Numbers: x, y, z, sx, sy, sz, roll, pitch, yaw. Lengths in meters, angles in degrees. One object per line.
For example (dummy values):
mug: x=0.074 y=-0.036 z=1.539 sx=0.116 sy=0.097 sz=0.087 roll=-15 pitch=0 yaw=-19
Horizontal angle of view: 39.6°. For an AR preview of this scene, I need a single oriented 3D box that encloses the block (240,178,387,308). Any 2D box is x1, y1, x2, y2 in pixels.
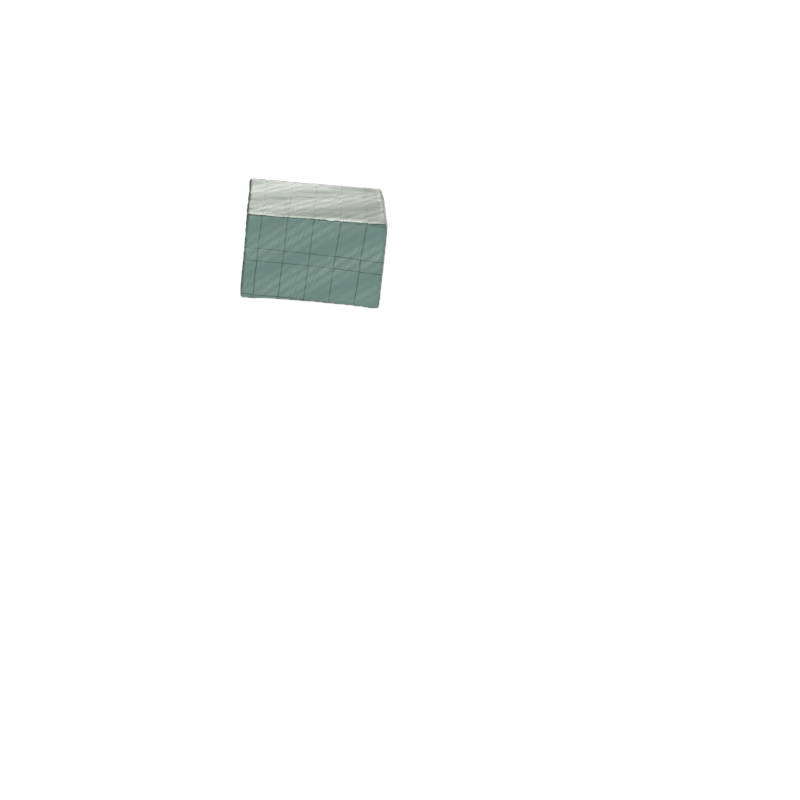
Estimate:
block: x=-0.048 y=-0.088 z=0.619 sx=0.077 sy=0.050 sz=0.054 roll=5 pitch=29 yaw=-4
